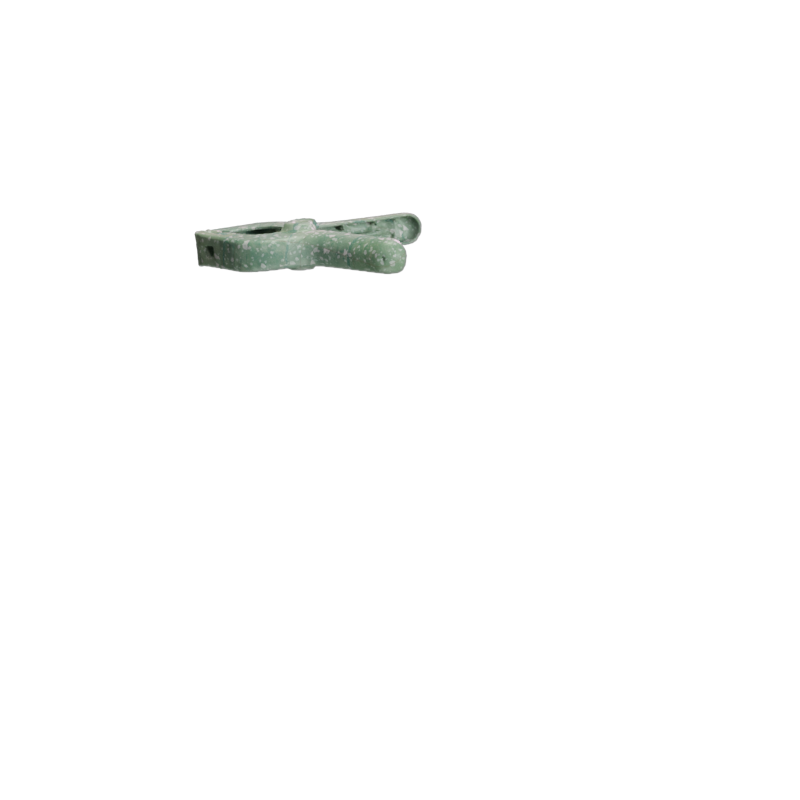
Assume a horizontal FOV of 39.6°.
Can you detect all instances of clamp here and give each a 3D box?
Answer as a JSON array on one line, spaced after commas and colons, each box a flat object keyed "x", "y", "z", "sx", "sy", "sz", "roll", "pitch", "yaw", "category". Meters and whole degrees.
[{"x": -0.065, "y": -0.119, "z": 0.832, "sx": 0.176, "sy": 0.038, "sz": 0.120, "roll": 5, "pitch": 14, "yaw": 18, "category": "clamp"}]
